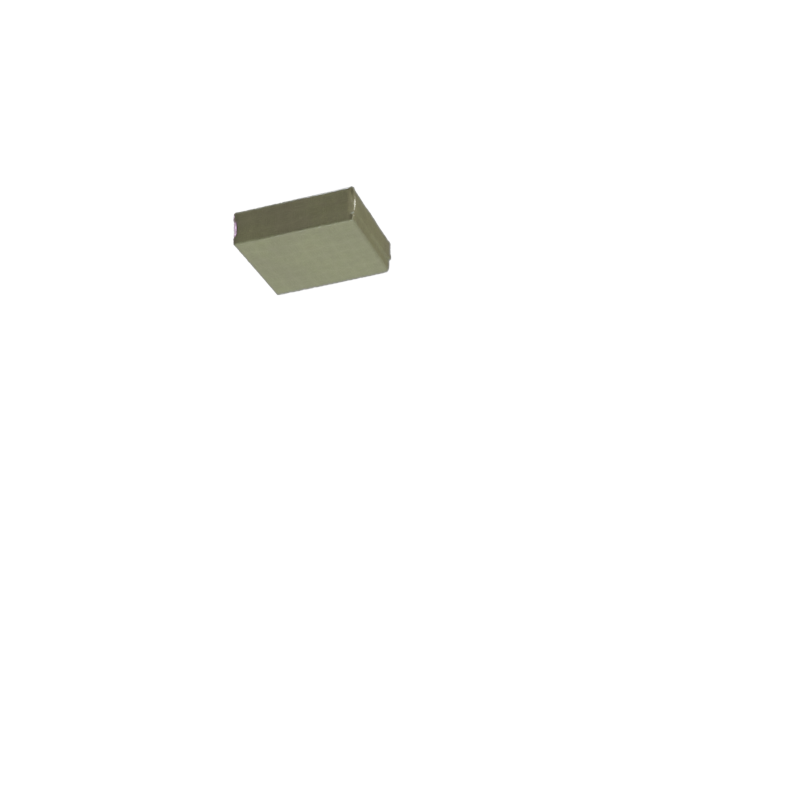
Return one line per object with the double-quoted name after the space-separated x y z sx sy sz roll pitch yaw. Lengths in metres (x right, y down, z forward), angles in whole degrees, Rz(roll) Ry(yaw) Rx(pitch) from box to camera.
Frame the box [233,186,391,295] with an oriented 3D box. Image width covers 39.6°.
-0.059 -0.109 0.760 0.090 0.032 0.068 -10 -29 18 "box"
